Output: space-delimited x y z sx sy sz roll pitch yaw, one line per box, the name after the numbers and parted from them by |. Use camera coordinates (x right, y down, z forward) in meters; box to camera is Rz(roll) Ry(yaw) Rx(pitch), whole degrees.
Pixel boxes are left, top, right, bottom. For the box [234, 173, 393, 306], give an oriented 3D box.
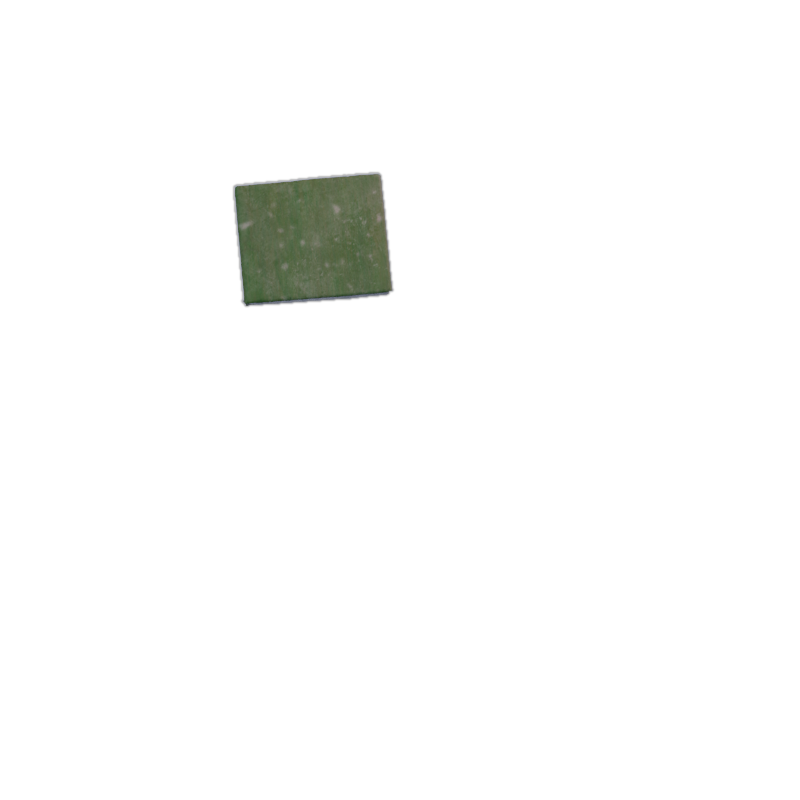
-0.065 -0.119 0.834 0.113 0.092 0.038 -6 -8 -1 | box
